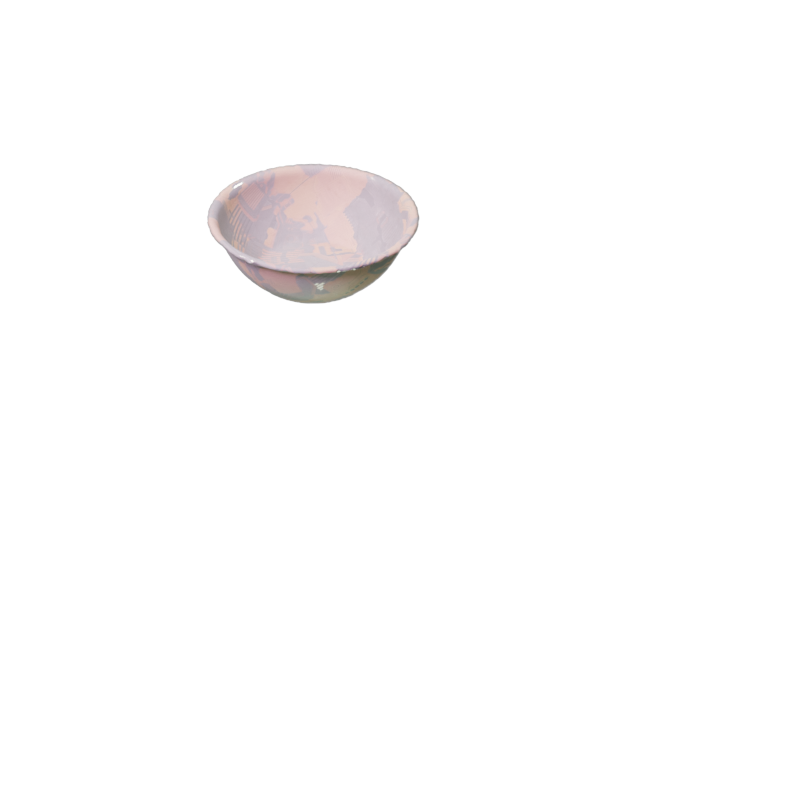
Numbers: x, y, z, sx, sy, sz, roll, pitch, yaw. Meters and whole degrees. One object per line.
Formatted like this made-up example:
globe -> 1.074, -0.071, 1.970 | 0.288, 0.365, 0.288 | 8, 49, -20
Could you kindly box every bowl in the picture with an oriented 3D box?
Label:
bowl -> -0.067, -0.123, 0.860 | 0.162, 0.051, 0.173 | -1, 38, -2
